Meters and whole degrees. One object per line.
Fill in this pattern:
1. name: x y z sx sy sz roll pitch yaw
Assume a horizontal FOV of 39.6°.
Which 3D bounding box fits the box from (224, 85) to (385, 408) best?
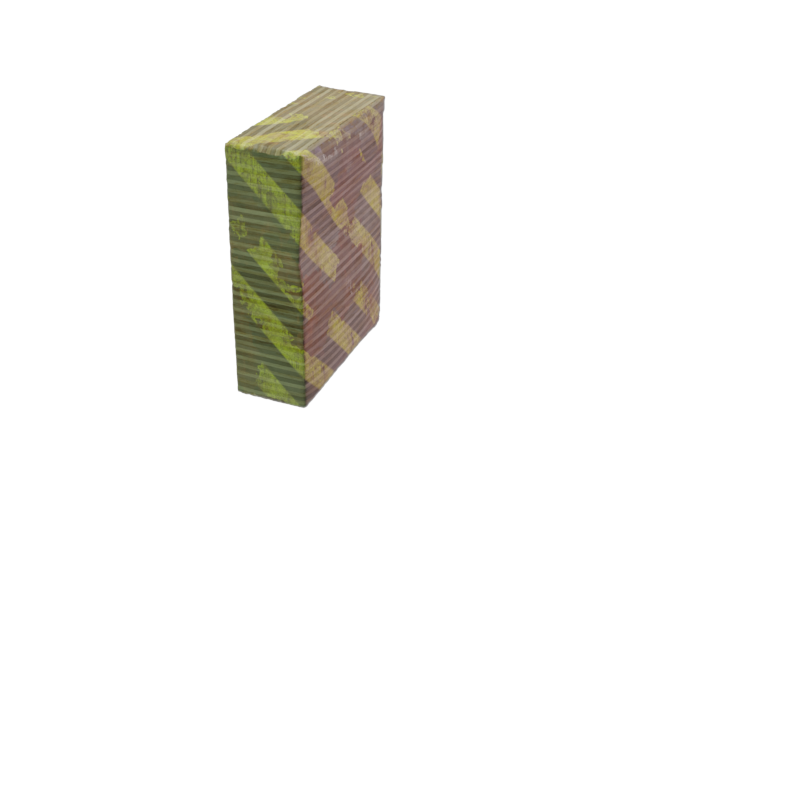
1. box: -0.070 -0.128 0.900 0.074 0.202 0.168 12 30 18
